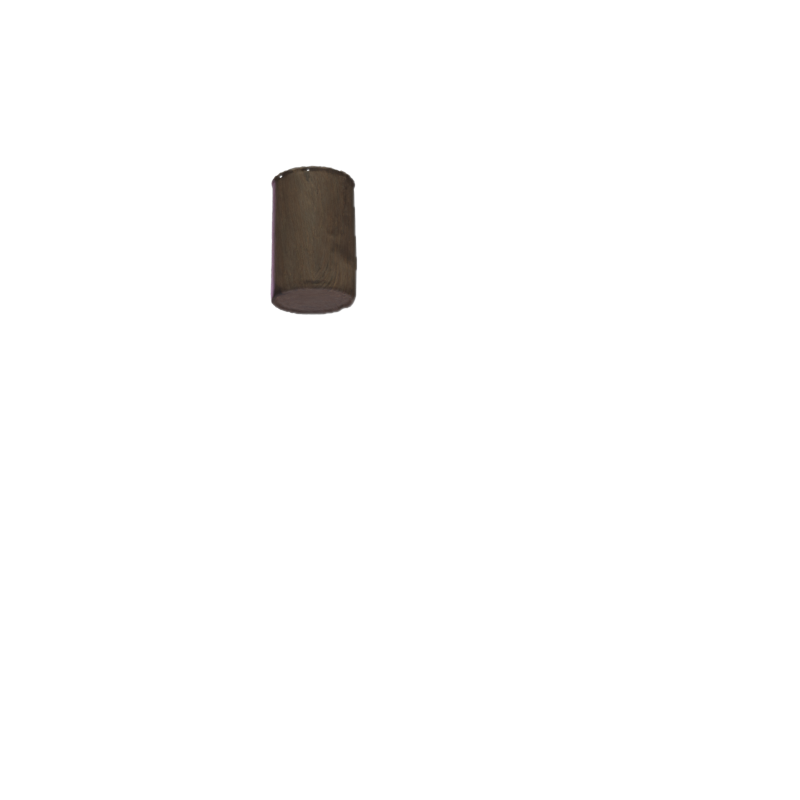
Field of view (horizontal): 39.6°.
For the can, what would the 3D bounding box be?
[{"bbox_3d":[-0.069,-0.126,0.881,0.068,0.107,0.066,0,-19,-2],"label":"can"}]
